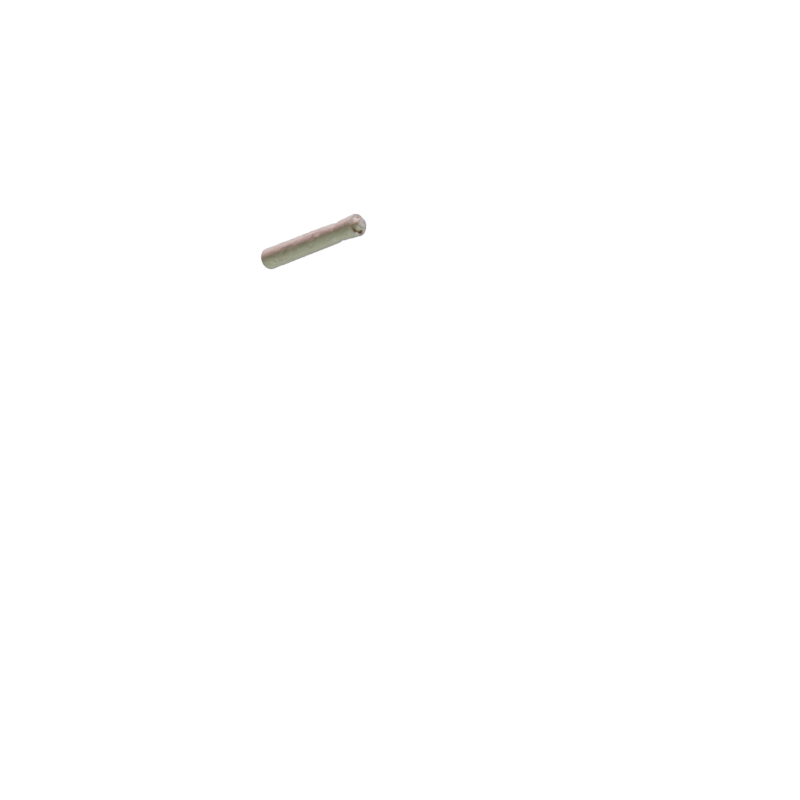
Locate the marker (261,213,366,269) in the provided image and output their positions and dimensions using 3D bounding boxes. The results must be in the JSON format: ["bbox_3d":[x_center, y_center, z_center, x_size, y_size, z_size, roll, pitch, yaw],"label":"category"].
[{"bbox_3d":[-0.073,-0.133,0.929,0.019,0.020,0.123,-4,-6,-45],"label":"marker"}]
